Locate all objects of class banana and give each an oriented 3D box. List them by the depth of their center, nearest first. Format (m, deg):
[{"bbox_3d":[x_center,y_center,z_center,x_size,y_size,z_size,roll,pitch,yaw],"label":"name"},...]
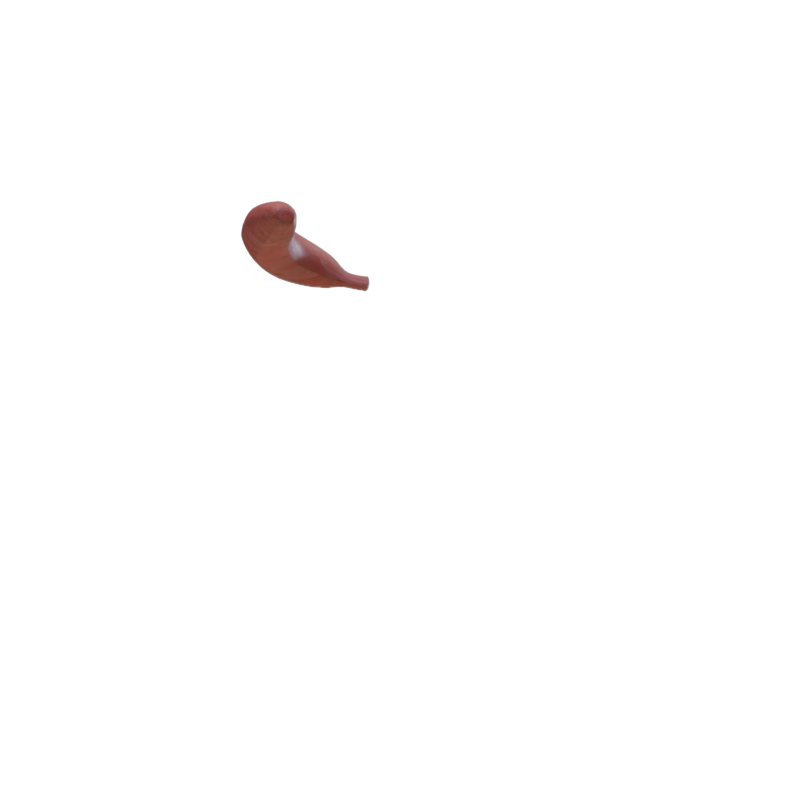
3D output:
[{"bbox_3d":[-0.081,-0.117,0.834,0.071,0.038,0.189,-3,-8,16],"label":"banana"}]
